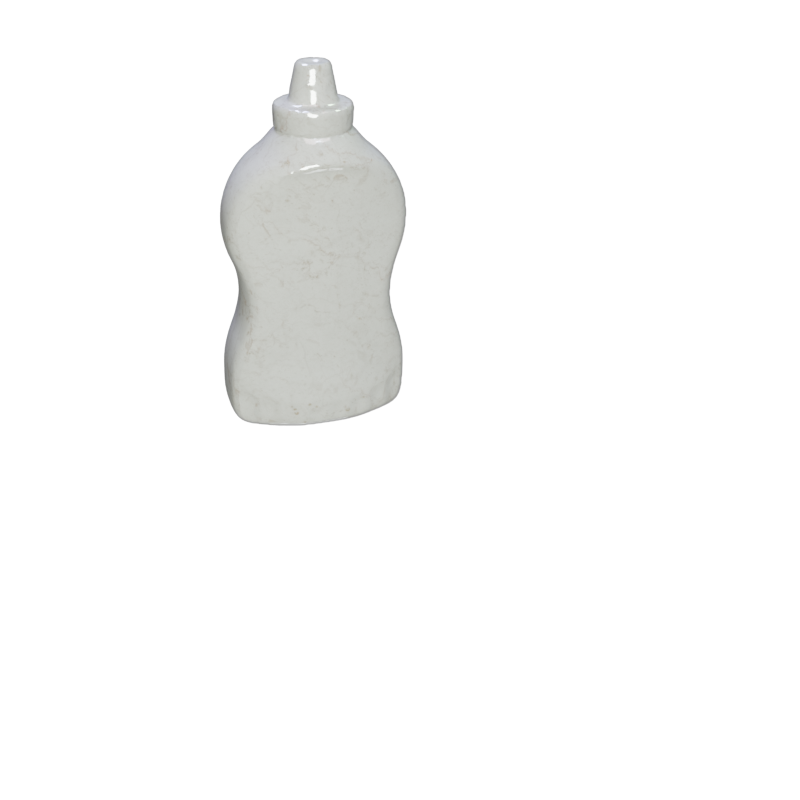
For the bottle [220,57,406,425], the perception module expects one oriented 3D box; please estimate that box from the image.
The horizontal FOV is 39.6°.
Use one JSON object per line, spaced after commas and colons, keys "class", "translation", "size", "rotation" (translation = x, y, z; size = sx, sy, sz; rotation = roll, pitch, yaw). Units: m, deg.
{"class": "bottle", "translation": [-0.046, -0.083, 0.579], "size": [0.095, 0.182, 0.062], "rotation": [-5, 26, -14]}
